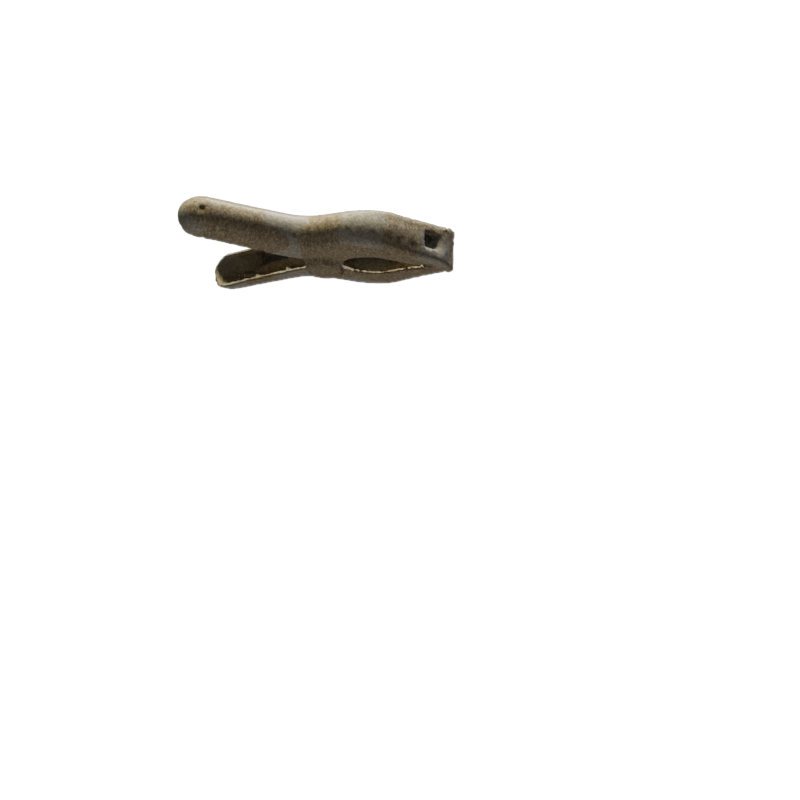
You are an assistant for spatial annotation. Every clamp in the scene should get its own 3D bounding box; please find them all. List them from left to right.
[{"bbox_3d":[-0.055,-0.100,0.700,0.174,0.040,0.115,-2,-9,14],"label":"clamp"}]
